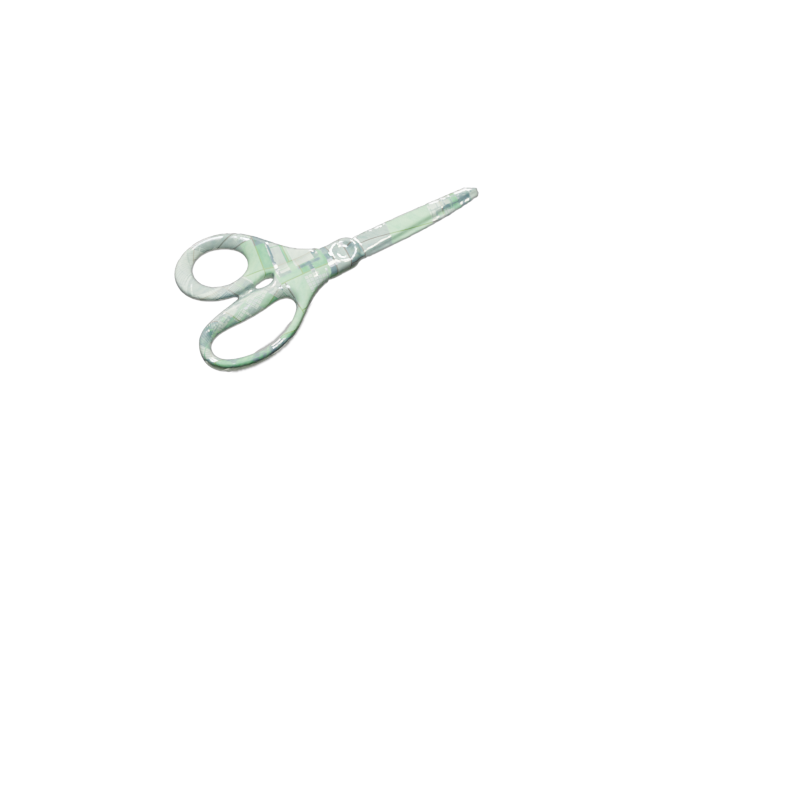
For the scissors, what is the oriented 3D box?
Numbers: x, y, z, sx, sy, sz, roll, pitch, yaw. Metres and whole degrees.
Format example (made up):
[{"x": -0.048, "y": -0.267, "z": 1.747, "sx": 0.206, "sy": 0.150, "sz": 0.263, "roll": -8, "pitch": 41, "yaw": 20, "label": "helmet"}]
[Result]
[{"x": -0.054, "y": -0.098, "z": 0.687, "sx": 0.101, "sy": 0.204, "sz": 0.015, "roll": 41, "pitch": -19, "yaw": 18, "label": "scissors"}]
